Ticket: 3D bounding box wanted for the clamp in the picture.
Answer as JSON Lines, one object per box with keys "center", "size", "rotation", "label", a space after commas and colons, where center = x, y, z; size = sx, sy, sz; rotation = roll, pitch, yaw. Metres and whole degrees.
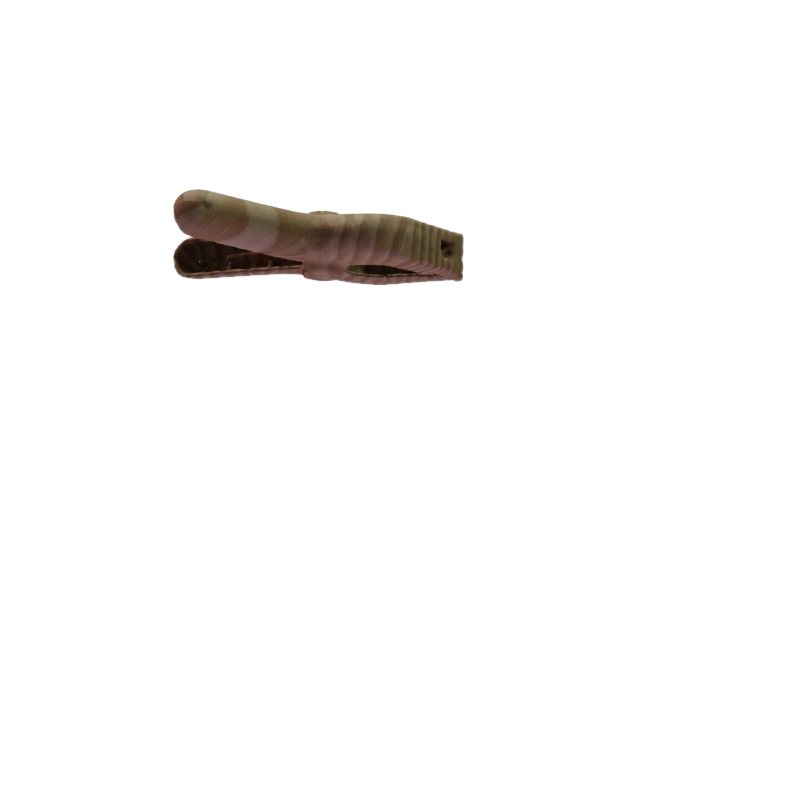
{"center": [-0.048, -0.088, 0.614], "size": [0.172, 0.040, 0.118], "rotation": [0, -2, 0], "label": "clamp"}
